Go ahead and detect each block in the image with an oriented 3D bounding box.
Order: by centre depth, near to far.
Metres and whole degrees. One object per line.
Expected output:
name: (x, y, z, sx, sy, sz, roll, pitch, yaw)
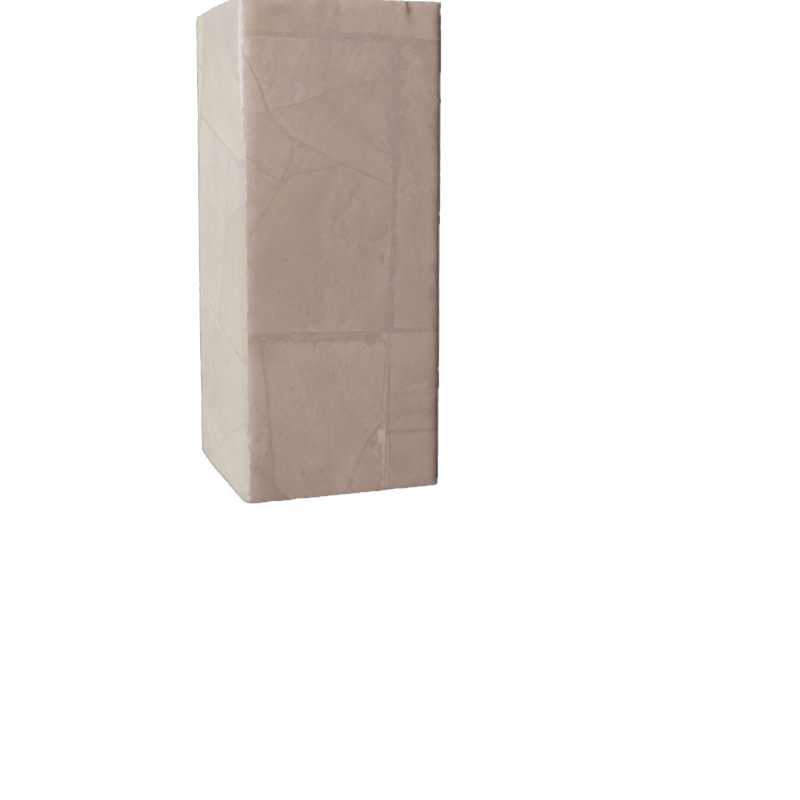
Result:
block: (-0.039, -0.071, 0.498, 0.089, 0.203, 0.094, -2, 7, -20)
